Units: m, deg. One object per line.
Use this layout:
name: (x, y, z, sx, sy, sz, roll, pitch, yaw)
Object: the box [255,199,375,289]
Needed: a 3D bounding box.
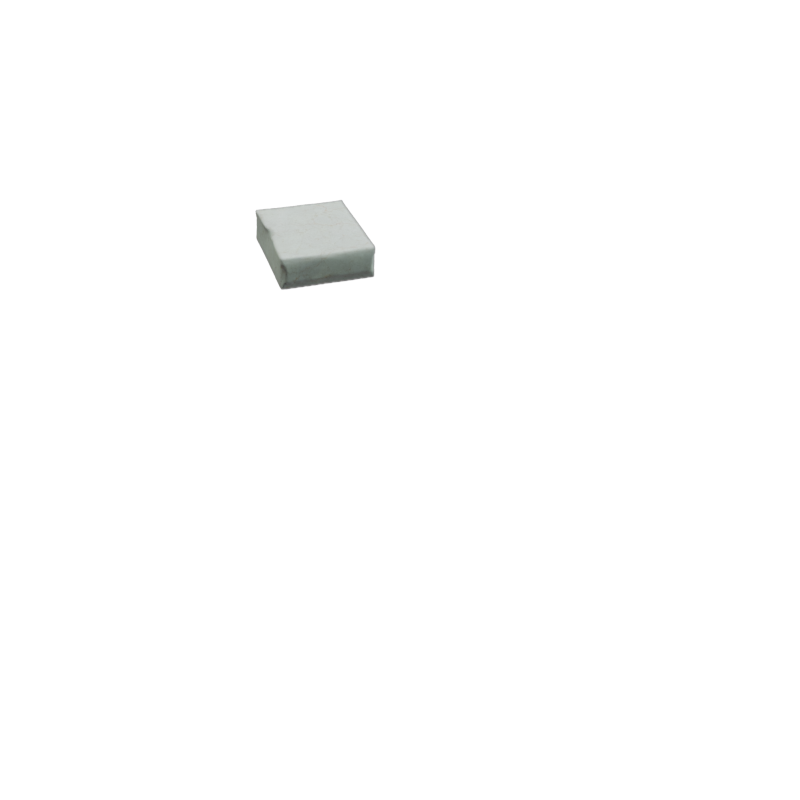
box: (-0.067, -0.122, 0.853, 0.072, 0.028, 0.096, -9, 34, -14)
